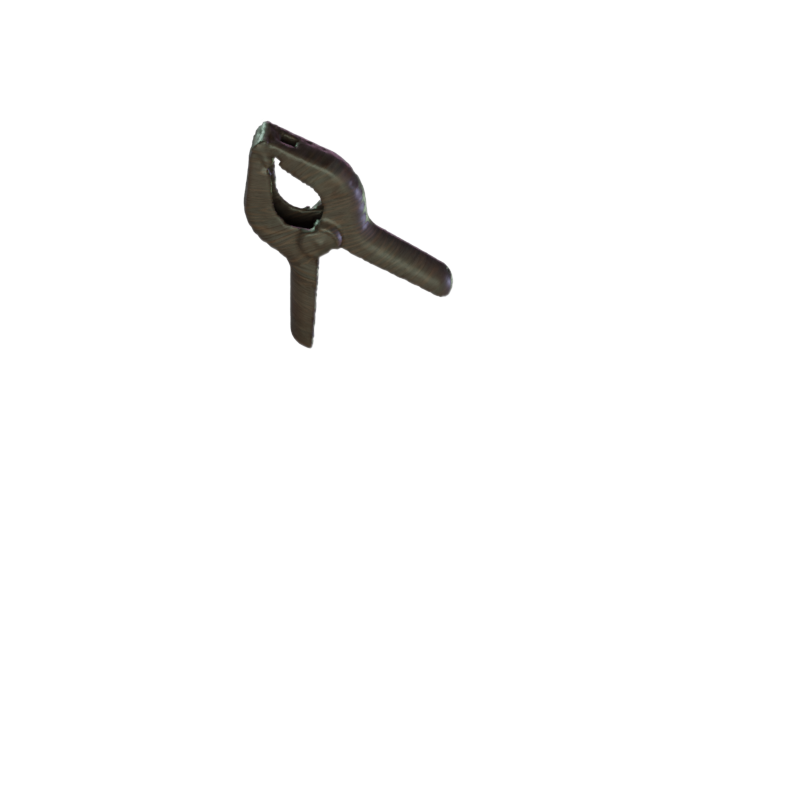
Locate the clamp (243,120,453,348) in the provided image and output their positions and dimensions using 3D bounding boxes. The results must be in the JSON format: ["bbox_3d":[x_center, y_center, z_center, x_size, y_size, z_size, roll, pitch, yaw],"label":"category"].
[{"bbox_3d":[-0.058,-0.105,0.737,0.120,0.162,0.042,-33,26,18],"label":"clamp"}]
